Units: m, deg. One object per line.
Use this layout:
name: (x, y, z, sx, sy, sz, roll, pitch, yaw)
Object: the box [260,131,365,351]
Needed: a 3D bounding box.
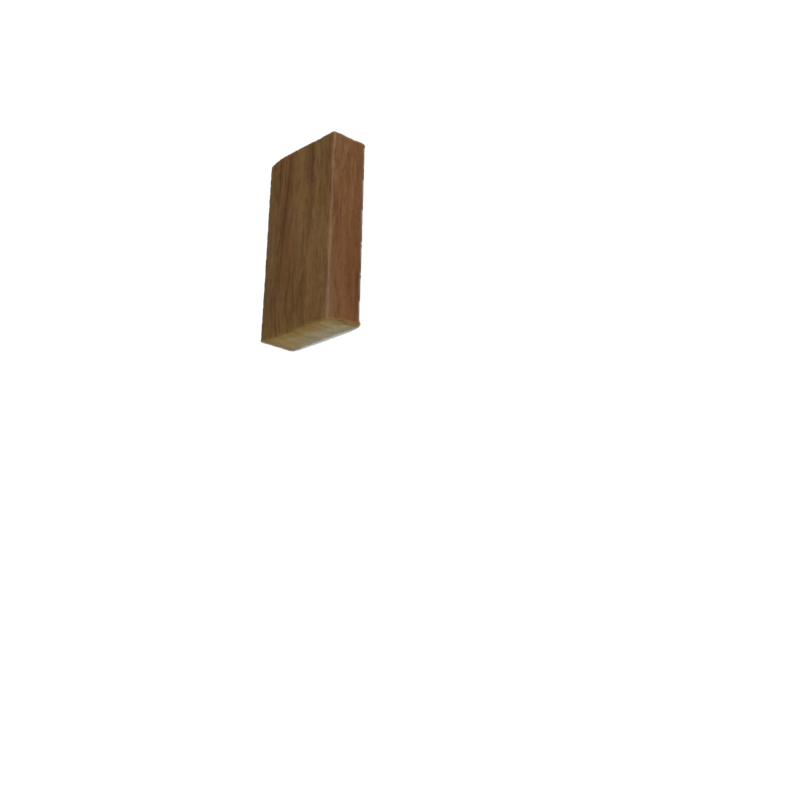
box: (-0.077, -0.140, 0.978, 0.045, 0.185, 0.094, 17, -27, -40)
